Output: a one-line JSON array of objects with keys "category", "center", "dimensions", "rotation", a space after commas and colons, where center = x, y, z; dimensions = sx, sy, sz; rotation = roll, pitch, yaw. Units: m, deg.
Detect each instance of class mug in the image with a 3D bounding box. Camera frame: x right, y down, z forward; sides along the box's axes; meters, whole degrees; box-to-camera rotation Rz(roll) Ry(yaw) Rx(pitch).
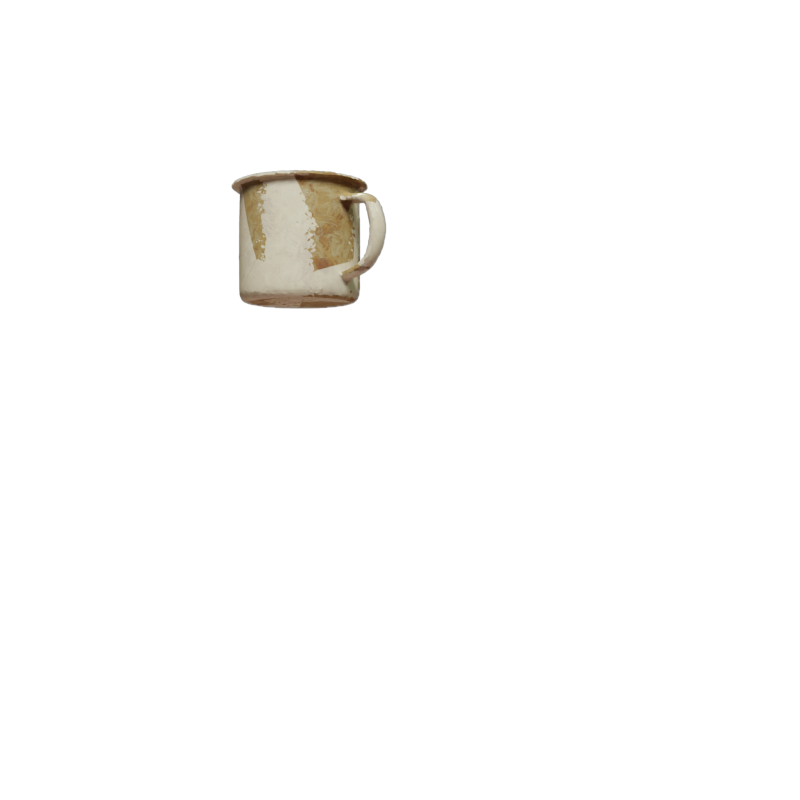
[{"category": "mug", "center": [-0.058, -0.106, 0.744], "dimensions": [0.121, 0.083, 0.089], "rotation": [-3, -6, 36]}]
